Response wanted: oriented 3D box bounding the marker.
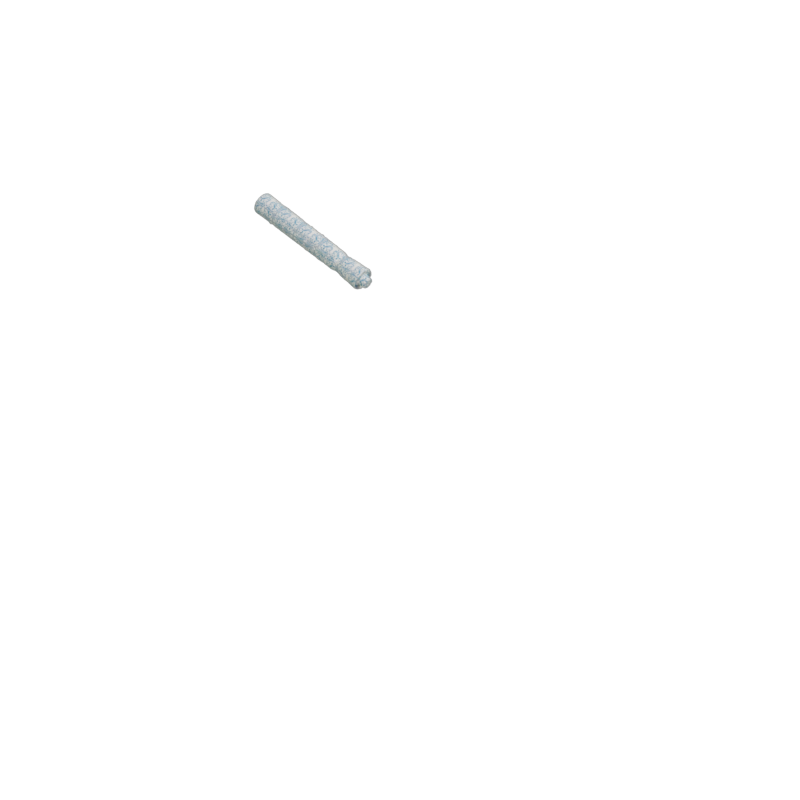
[{"bbox_3d":[-0.068,-0.124,0.871,0.129,0.019,0.019,40,24,28],"label":"marker"}]
